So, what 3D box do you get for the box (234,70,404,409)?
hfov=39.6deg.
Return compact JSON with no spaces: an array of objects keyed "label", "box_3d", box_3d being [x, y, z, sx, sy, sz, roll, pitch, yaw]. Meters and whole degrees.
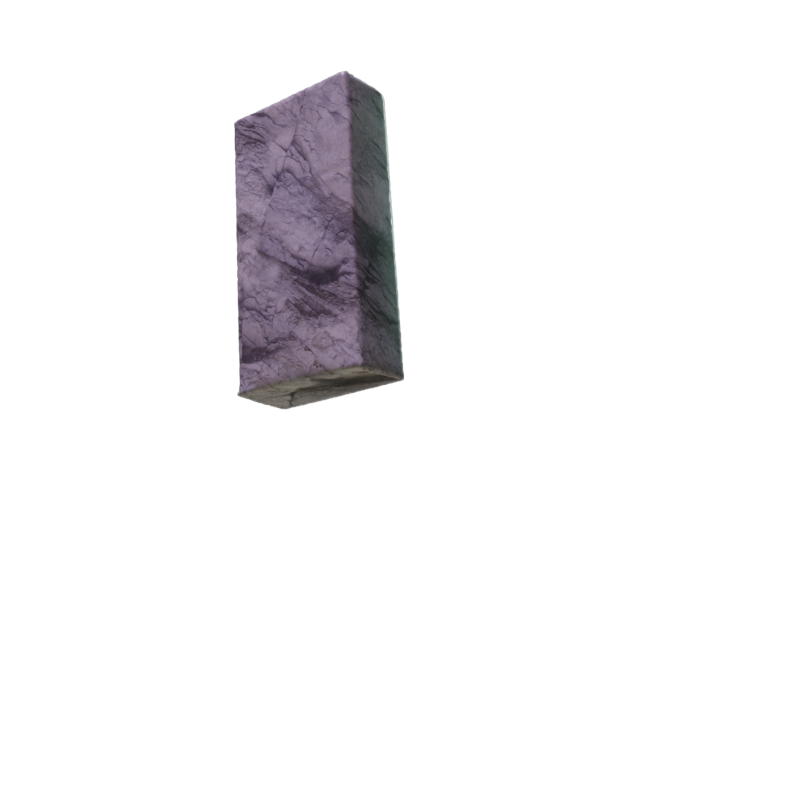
[{"label":"box","box_3d":[-0.050,-0.091,0.638,0.095,0.185,0.045,-17,-26,35]}]
